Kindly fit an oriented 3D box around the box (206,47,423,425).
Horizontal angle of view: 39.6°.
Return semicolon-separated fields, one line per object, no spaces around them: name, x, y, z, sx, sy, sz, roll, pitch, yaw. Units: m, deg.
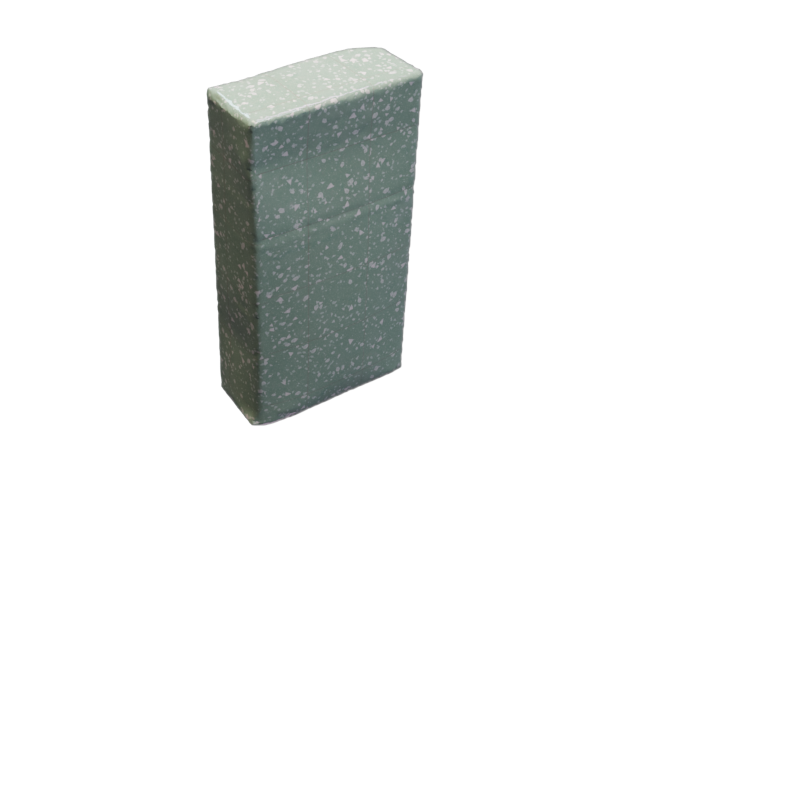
box;-0.042;-0.077;0.535;0.092;0.165;0.052;-22;42;-29
